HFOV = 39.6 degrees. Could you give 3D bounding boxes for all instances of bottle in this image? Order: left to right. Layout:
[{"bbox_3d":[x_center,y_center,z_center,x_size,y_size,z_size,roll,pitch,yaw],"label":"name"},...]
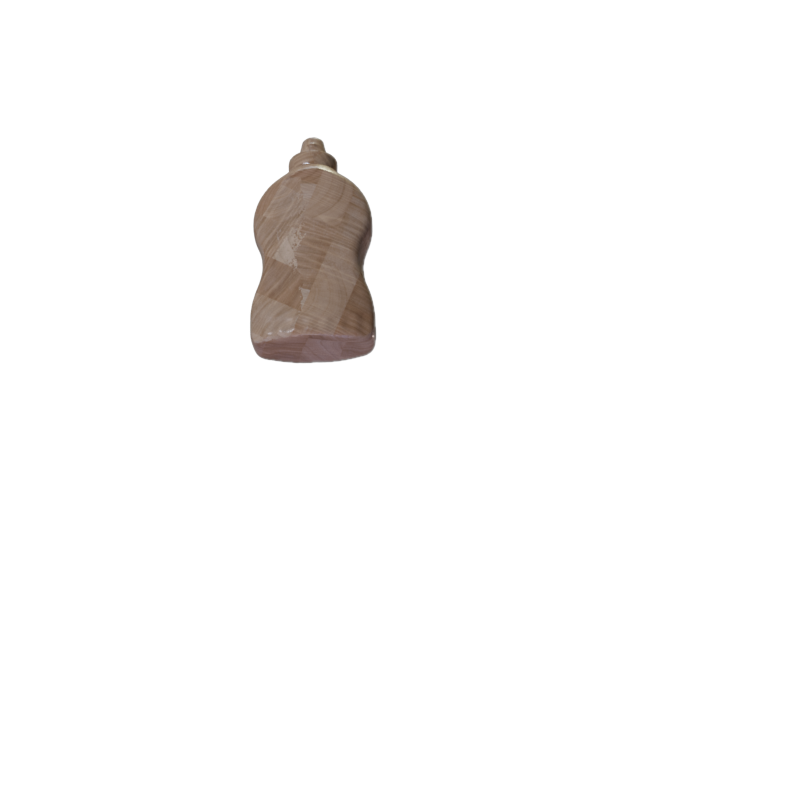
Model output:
[{"bbox_3d":[-0.070,-0.128,0.892,0.097,0.203,0.055,-4,-28,4],"label":"bottle"}]
